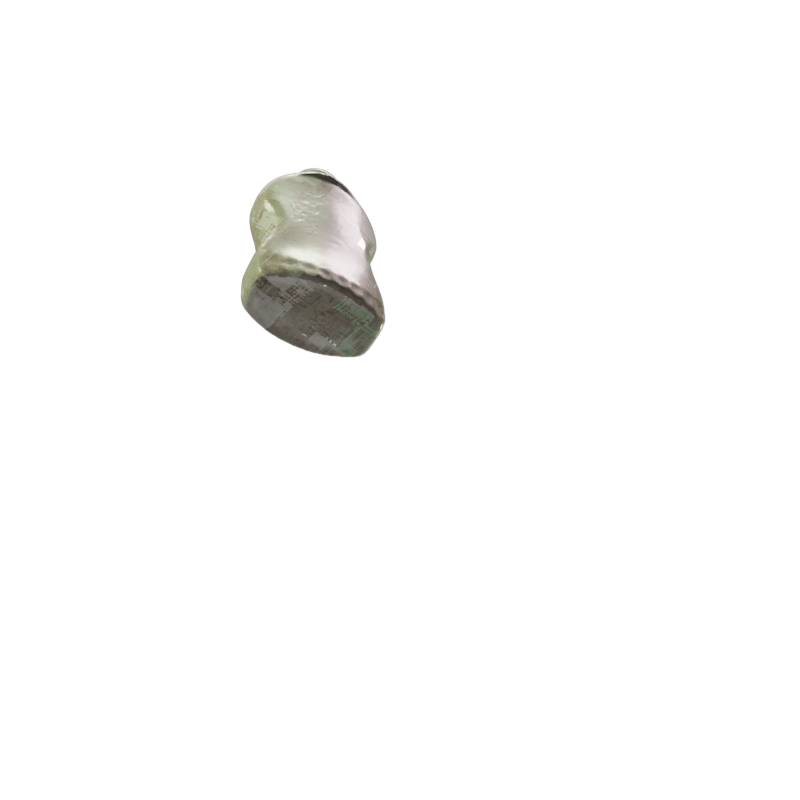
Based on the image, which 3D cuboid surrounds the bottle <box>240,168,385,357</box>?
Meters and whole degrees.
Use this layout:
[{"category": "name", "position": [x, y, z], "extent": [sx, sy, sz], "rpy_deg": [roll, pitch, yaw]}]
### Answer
[{"category": "bottle", "position": [-0.063, -0.115, 0.801], "extent": [0.093, 0.056, 0.205], "rpy_deg": [20, 33, -17]}]
